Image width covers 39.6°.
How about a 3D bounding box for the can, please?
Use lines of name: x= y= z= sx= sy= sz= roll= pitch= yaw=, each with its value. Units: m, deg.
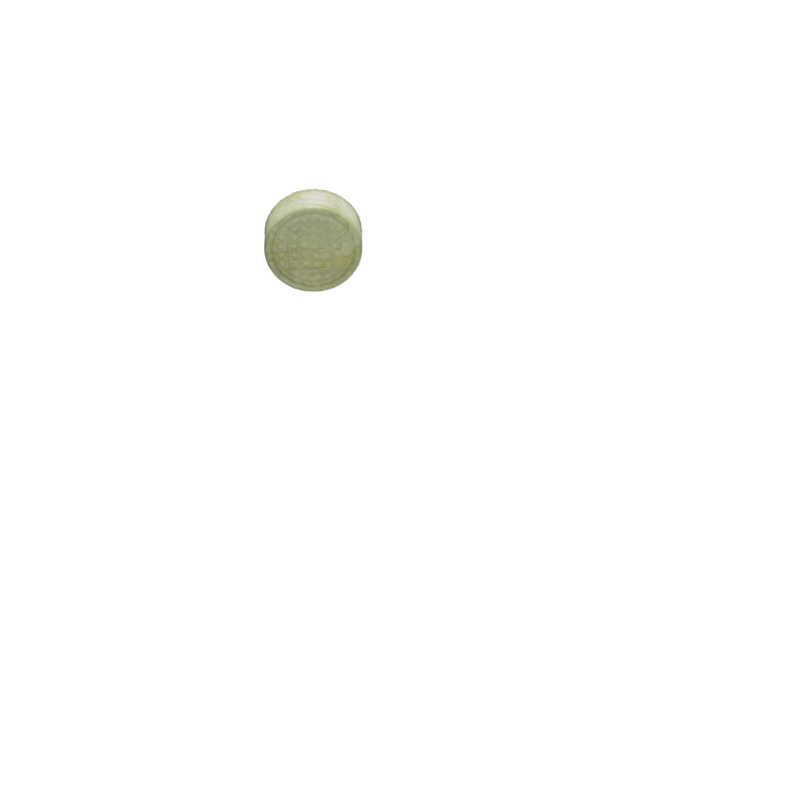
can: x=-0.075 y=-0.136 z=0.956 sx=0.086 sy=0.081 sz=0.036 roll=1 pitch=31 yaw=-1
